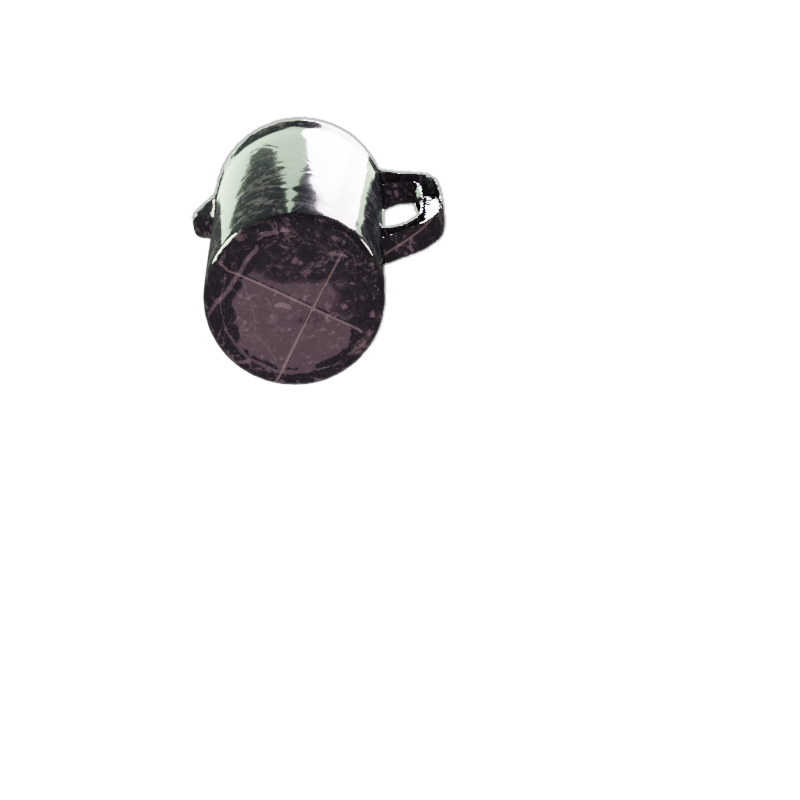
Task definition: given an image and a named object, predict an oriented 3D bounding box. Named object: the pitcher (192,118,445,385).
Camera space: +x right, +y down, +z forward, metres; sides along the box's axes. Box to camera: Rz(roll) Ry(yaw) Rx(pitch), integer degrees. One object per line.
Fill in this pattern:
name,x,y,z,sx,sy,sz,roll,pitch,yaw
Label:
pitcher,-0.059,-0.108,0.758,0.140,0.147,0.255,34,17,-16
